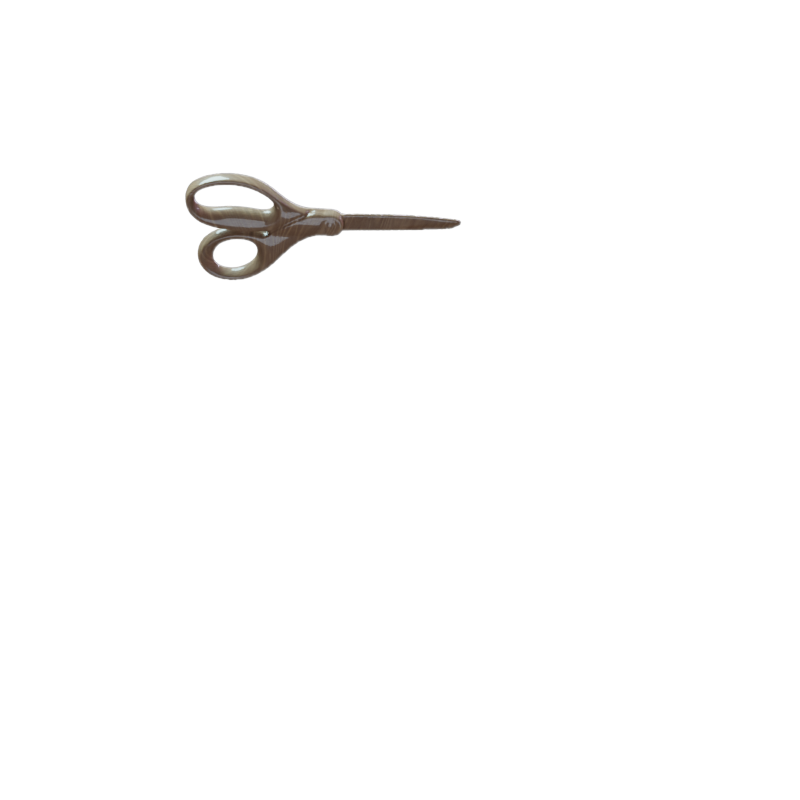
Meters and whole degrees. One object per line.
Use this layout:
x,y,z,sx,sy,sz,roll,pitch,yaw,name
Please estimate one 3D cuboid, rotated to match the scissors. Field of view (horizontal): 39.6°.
-0.065,-0.119,0.830,0.198,0.092,0.017,13,34,-9,scissors
